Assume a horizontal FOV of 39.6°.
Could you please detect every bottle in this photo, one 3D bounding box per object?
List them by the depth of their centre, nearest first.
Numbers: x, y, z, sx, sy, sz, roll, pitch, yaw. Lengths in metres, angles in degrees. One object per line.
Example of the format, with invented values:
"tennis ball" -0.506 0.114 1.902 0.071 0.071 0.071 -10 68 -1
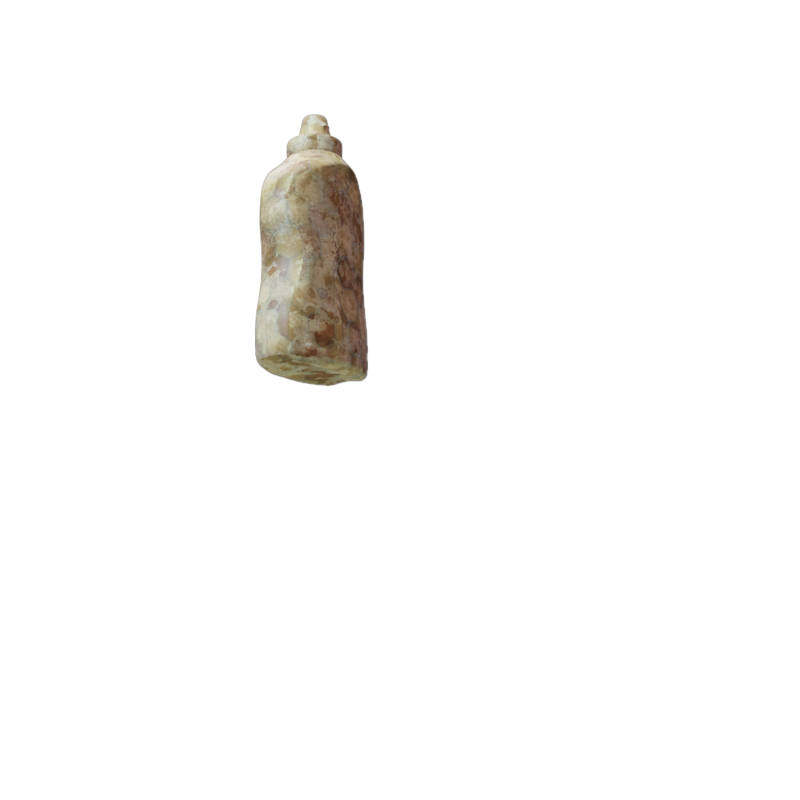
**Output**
"bottle" -0.061 -0.112 0.784 0.059 0.200 0.090 -14 -21 32
